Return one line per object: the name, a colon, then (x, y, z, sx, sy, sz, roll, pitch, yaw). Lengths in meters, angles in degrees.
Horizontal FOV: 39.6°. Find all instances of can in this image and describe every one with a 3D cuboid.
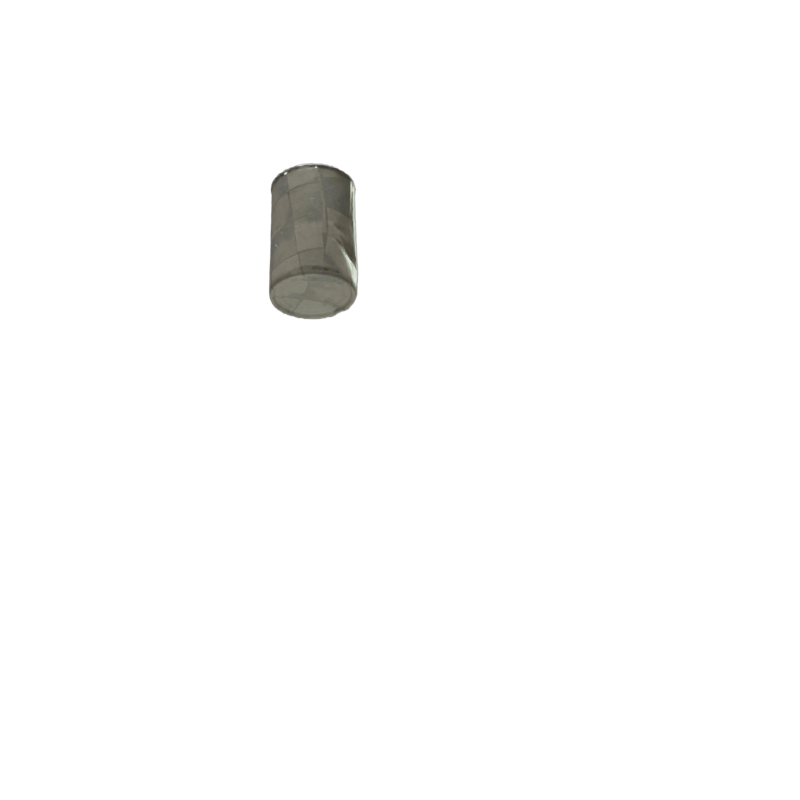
can: (-0.067, -0.122, 0.855, 0.068, 0.109, 0.064, -1, -31, -2)
